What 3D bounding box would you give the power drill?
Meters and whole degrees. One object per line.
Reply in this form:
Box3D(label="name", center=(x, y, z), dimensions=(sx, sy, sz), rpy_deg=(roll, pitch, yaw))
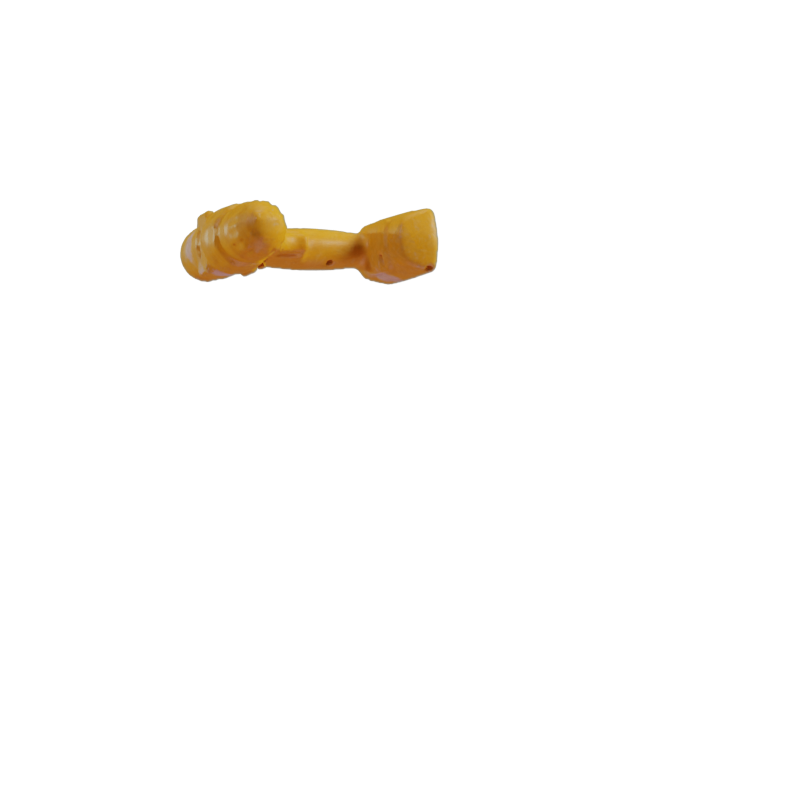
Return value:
Box3D(label="power drill", center=(-0.069, -0.126, 0.880), dimensions=(0.182, 0.058, 0.188), rpy_deg=(0, 1, -23))
